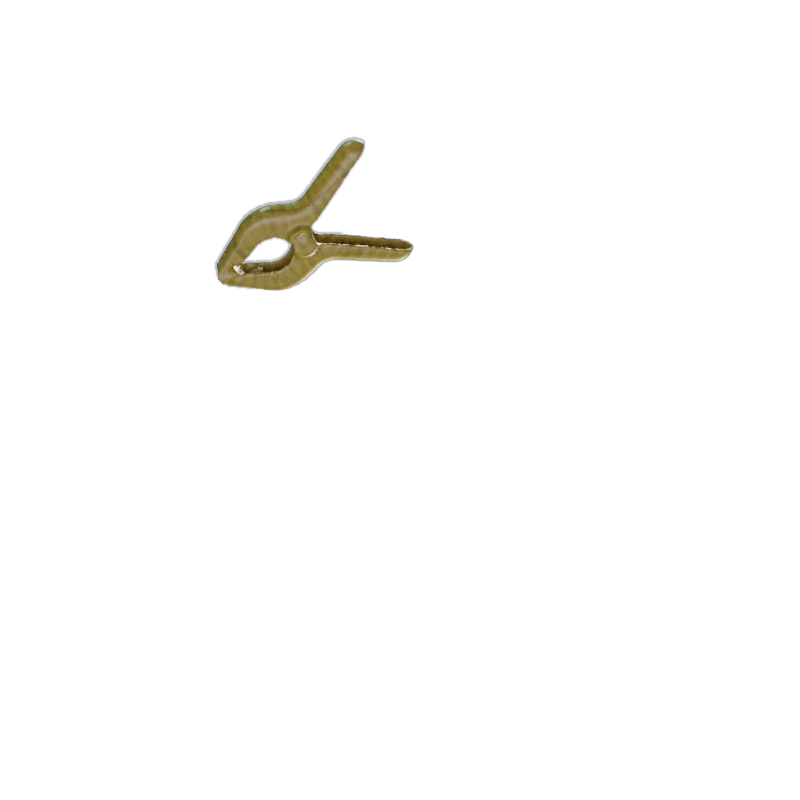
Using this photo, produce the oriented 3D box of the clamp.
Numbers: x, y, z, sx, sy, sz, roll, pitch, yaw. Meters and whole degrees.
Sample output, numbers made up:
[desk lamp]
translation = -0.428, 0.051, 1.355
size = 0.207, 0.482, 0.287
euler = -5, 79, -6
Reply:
[clamp]
translation = -0.076, -0.138, 0.968
size = 0.171, 0.115, 0.041
euler = -31, 18, 11
